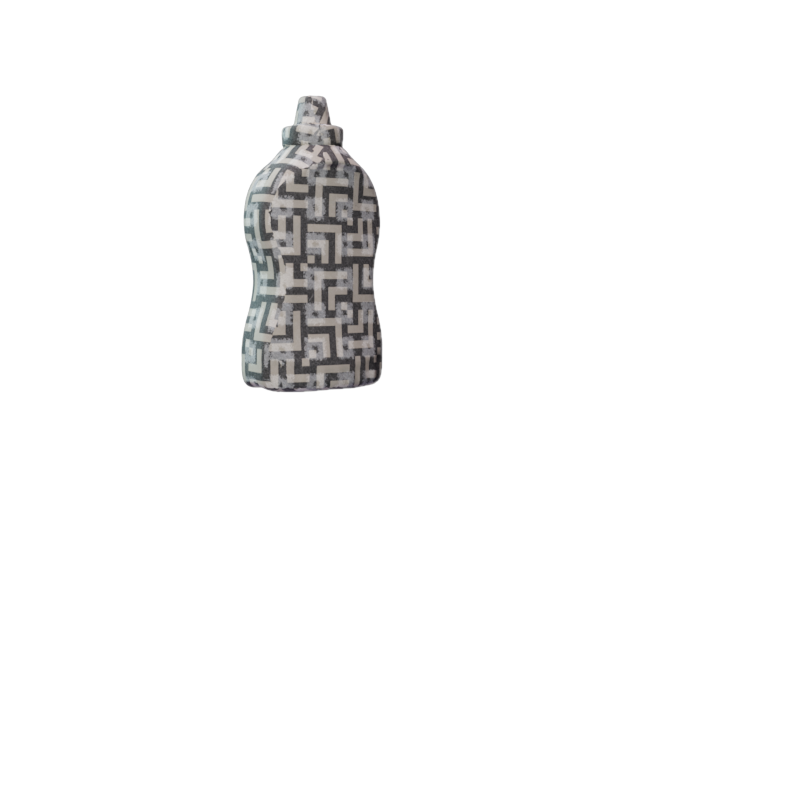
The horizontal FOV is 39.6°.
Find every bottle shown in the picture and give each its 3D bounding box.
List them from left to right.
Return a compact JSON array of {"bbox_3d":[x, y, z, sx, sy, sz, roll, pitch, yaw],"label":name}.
[{"bbox_3d":[-0.058,-0.105,0.733,0.093,0.192,0.060,-1,0,-34],"label":"bottle"}]
